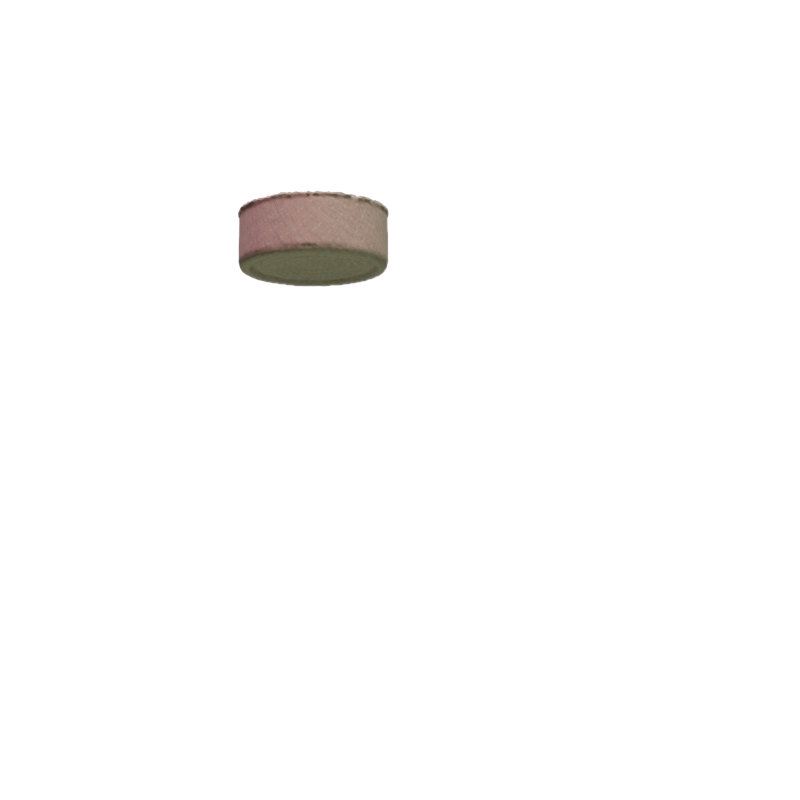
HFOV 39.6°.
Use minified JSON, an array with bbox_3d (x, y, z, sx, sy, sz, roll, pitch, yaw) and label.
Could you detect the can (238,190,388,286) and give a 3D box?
[{"bbox_3d":[-0.049,-0.090,0.628,0.086,0.035,0.084,0,-9,-2],"label":"can"}]
